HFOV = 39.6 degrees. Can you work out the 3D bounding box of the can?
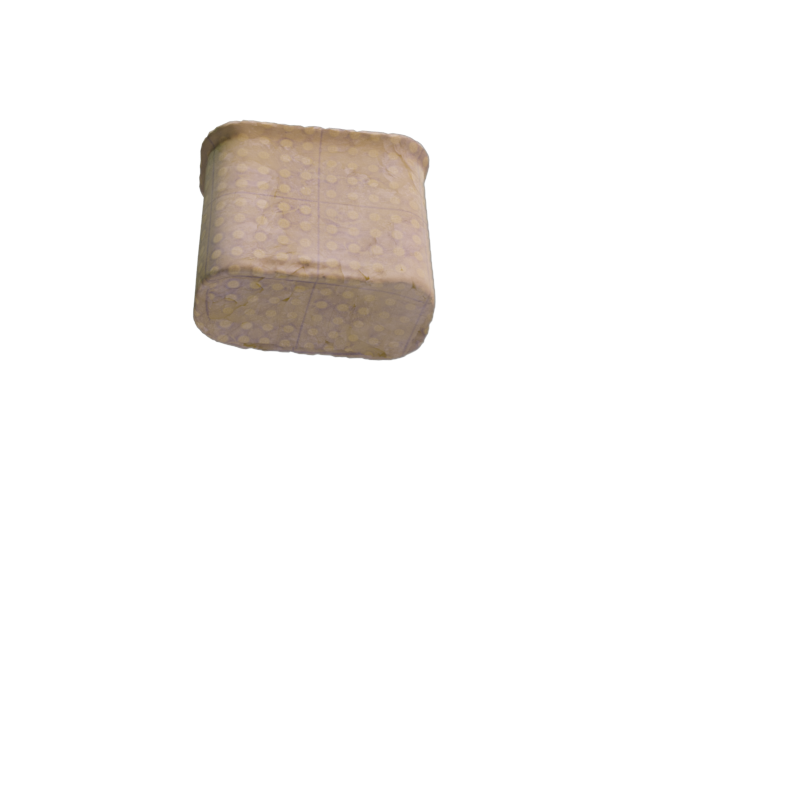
[{"bbox_3d":[-0.037,-0.067,0.471,0.101,0.090,0.054,4,-38,-7],"label":"can"}]
